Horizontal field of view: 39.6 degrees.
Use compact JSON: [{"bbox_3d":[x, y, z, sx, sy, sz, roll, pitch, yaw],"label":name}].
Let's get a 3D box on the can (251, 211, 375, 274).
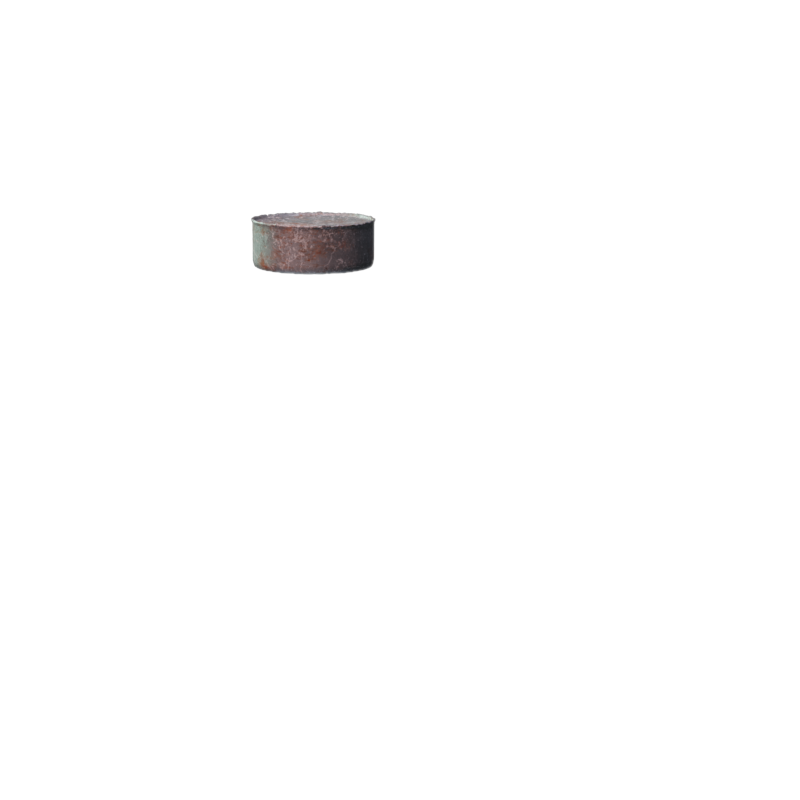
[{"bbox_3d":[-0.060,-0.110,0.767,0.086,0.033,0.088,0,14,-2],"label":"can"}]
